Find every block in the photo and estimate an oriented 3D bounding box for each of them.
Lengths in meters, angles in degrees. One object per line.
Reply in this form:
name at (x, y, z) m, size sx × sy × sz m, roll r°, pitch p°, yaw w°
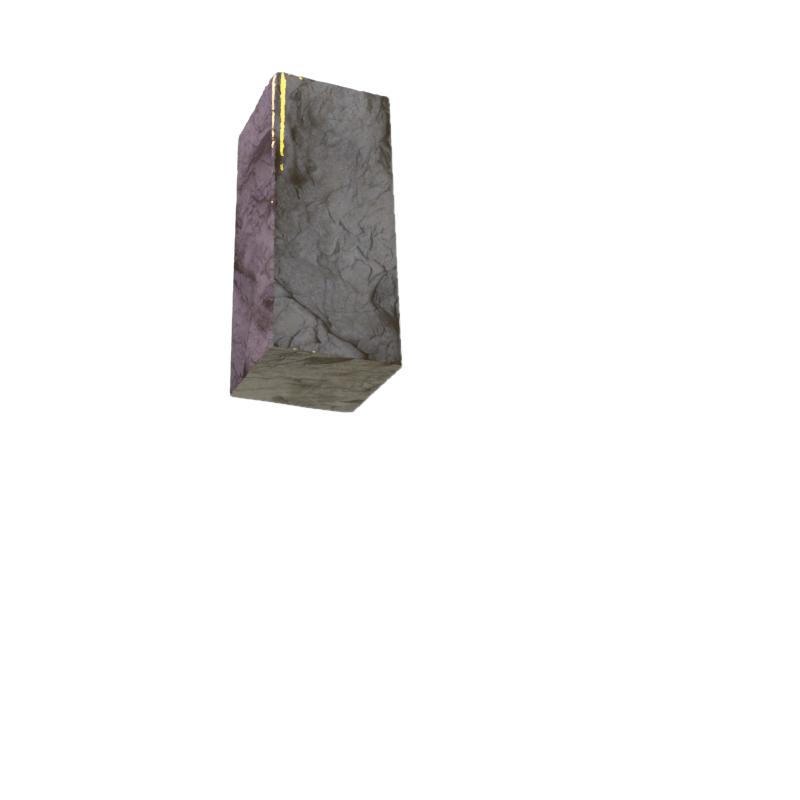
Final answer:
block at (-0.060, -0.108, 0.757) m, size 0.087 × 0.219 × 0.088 m, roll 9°, pitch -29°, yaw -21°
